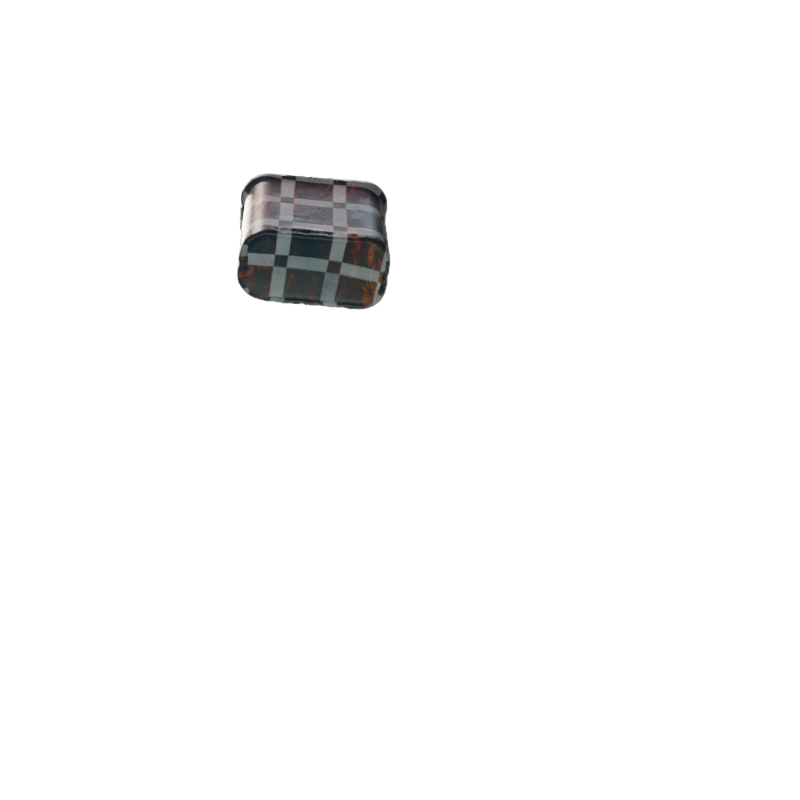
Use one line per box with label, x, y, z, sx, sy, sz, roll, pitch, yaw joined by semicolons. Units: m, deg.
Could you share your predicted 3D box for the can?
can;-0.058;-0.105;0.737;0.101;0.054;0.089;4;33;-4
